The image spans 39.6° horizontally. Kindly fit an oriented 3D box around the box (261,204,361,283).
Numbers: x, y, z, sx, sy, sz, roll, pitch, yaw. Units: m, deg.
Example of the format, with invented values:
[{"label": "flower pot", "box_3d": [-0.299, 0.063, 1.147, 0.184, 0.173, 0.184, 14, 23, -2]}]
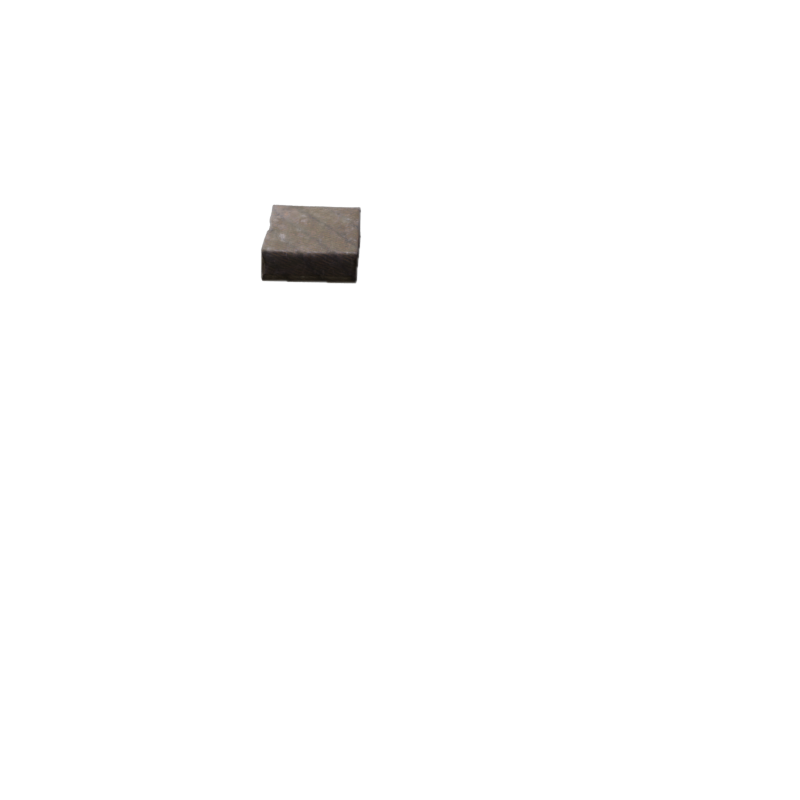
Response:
[{"label": "box", "box_3d": [-0.068, -0.124, 0.869, 0.073, 0.028, 0.094, 1, 32, 2]}]
